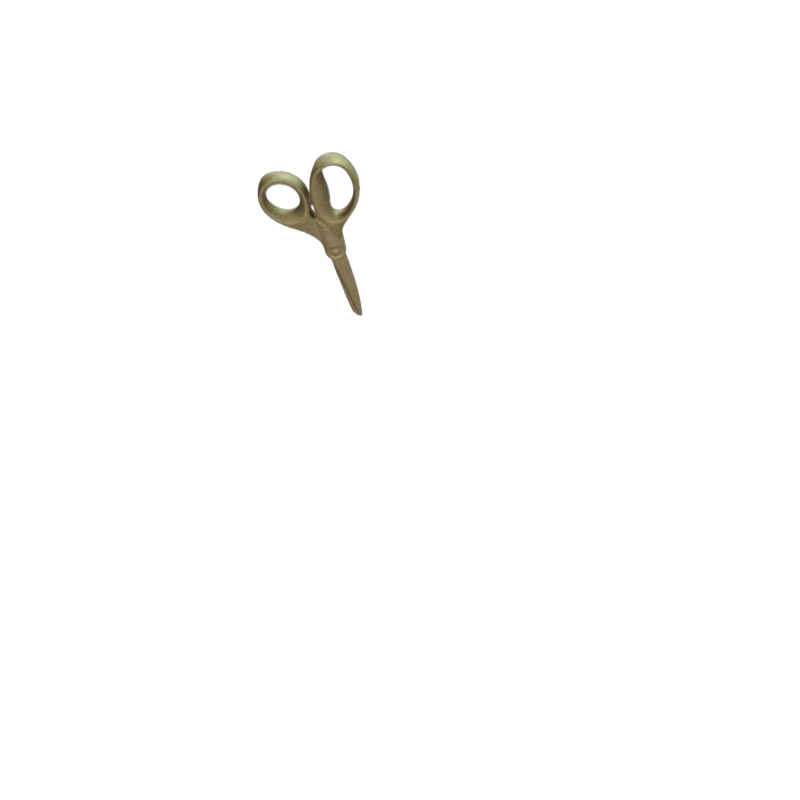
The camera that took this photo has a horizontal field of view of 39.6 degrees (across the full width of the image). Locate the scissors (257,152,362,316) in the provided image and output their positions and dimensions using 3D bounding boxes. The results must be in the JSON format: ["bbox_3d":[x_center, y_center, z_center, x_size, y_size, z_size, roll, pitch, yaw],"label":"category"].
[{"bbox_3d":[-0.077,-0.141,0.985,0.096,0.017,0.188,2,-40,-3],"label":"scissors"}]
